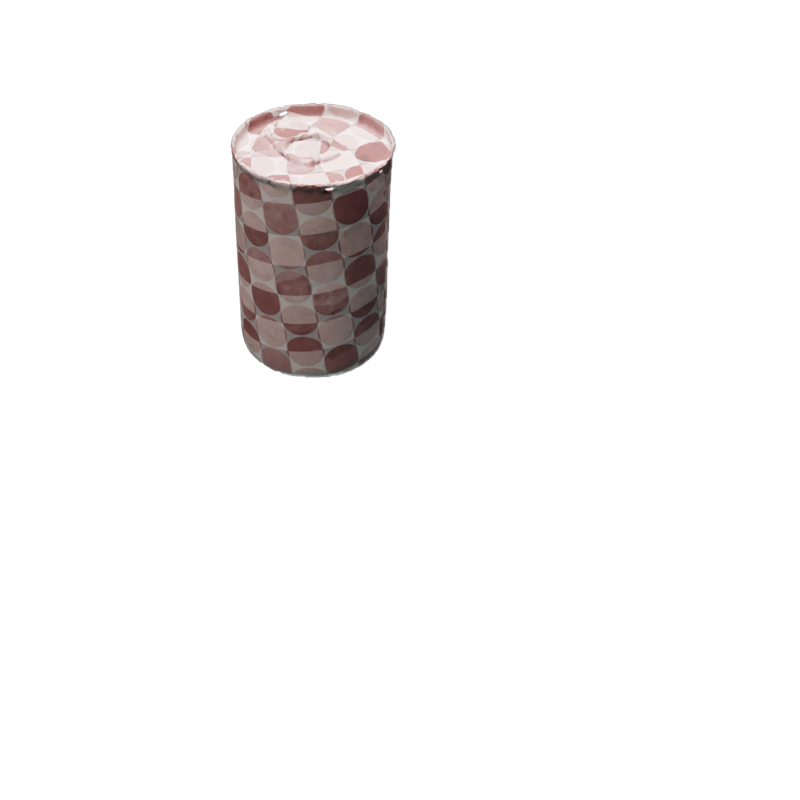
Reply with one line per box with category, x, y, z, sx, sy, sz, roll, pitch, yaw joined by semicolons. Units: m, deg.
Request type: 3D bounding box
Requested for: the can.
can;-0.038;-0.069;0.485;0.068;0.095;0.073;0;39;-3
